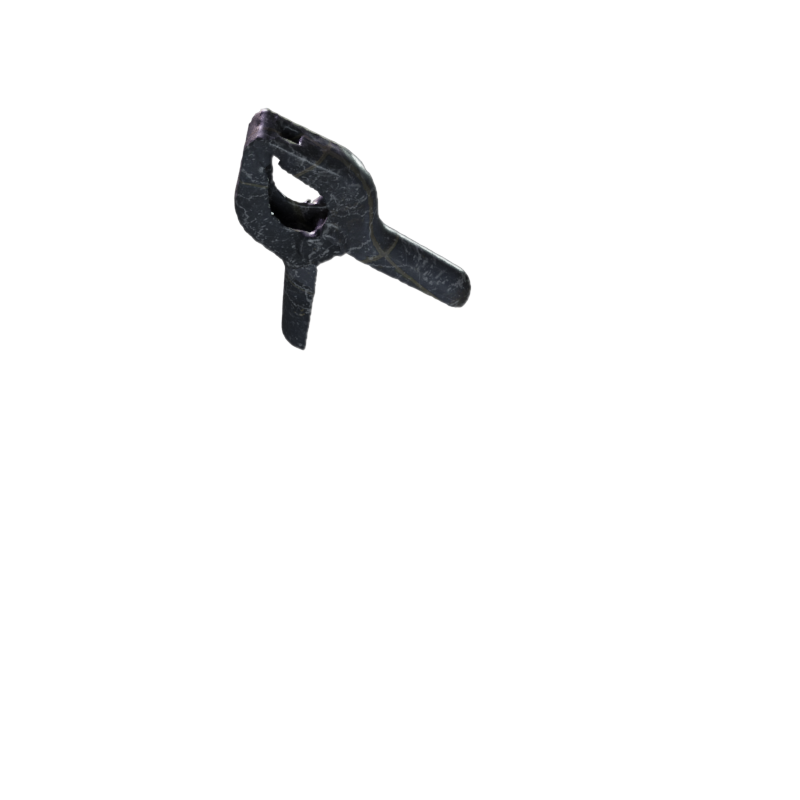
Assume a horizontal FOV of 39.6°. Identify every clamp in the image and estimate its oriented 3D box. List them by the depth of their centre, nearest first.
[{"bbox_3d":[-0.050,-0.091,0.634,0.120,0.042,0.159,-26,-53,22],"label":"clamp"}]
